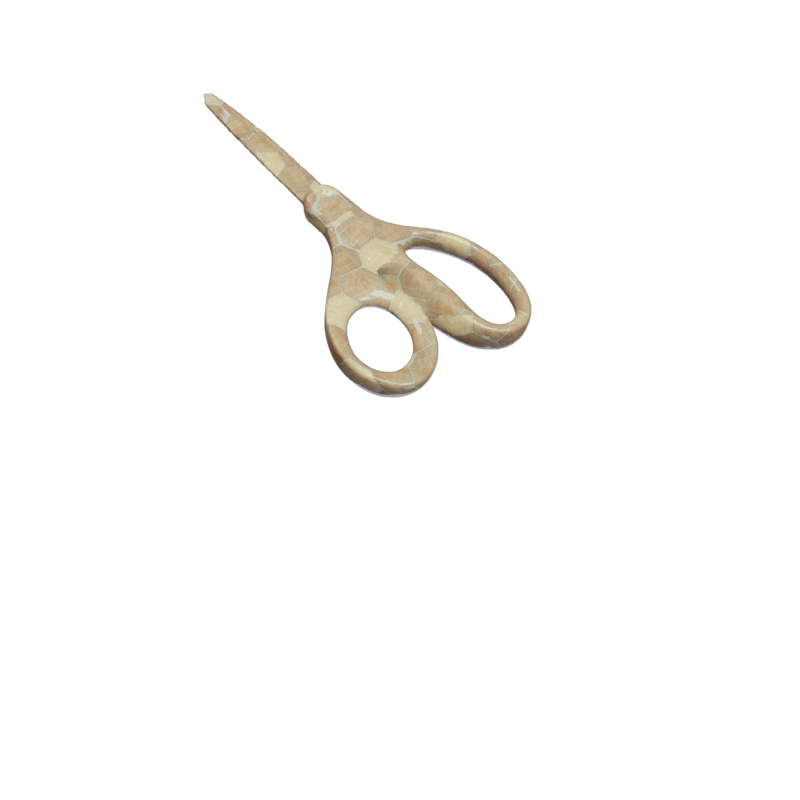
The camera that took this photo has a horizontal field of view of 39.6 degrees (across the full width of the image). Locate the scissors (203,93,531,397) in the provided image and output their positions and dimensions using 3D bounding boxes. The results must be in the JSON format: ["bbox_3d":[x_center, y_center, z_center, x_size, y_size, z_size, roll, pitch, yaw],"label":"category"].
[{"bbox_3d":[-0.039,-0.071,0.499,0.211,0.098,0.015,31,-31,21],"label":"scissors"}]
